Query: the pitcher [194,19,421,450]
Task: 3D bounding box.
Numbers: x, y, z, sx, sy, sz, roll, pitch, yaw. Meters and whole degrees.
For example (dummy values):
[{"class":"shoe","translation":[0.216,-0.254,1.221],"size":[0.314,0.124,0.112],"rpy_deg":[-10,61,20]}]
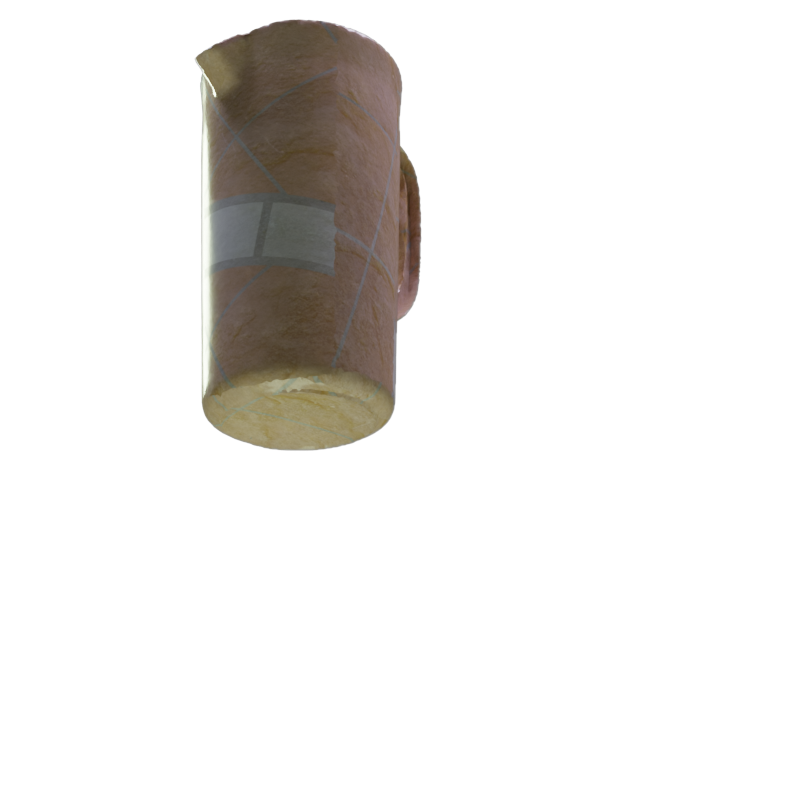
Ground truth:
[{"class":"pitcher","translation":[-0.053,-0.097,0.680],"size":[0.149,0.258,0.137],"rpy_deg":[0,-28,-3]}]
